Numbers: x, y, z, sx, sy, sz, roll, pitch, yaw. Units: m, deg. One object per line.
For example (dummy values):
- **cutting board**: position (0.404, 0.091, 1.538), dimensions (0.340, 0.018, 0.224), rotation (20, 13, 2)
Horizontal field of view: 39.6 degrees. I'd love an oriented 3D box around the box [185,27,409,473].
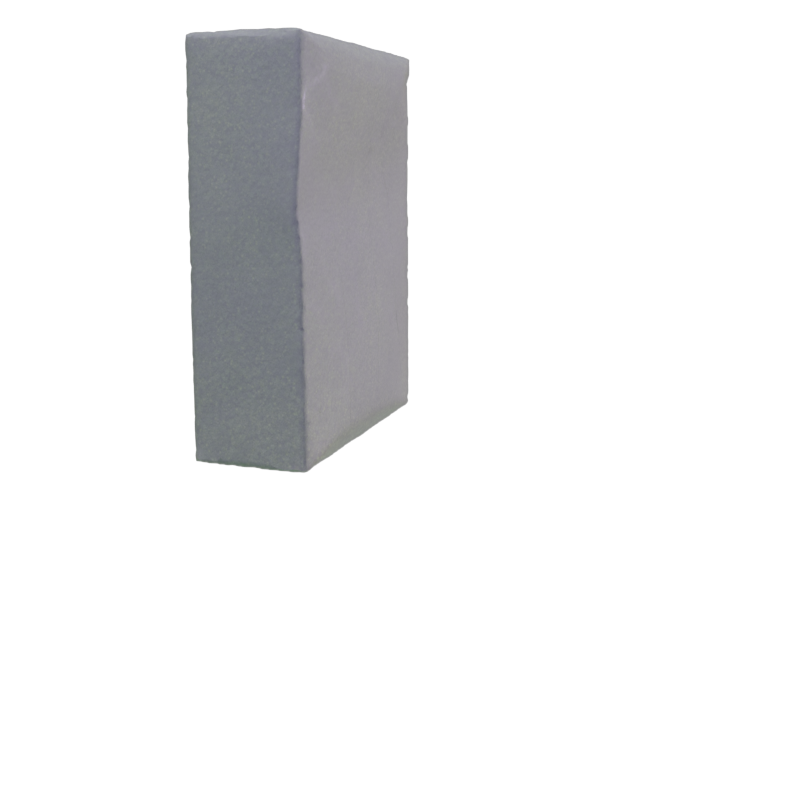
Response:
- **box**: position (-0.047, -0.087, 0.606), dimensions (0.074, 0.211, 0.162), rotation (2, 7, 19)
